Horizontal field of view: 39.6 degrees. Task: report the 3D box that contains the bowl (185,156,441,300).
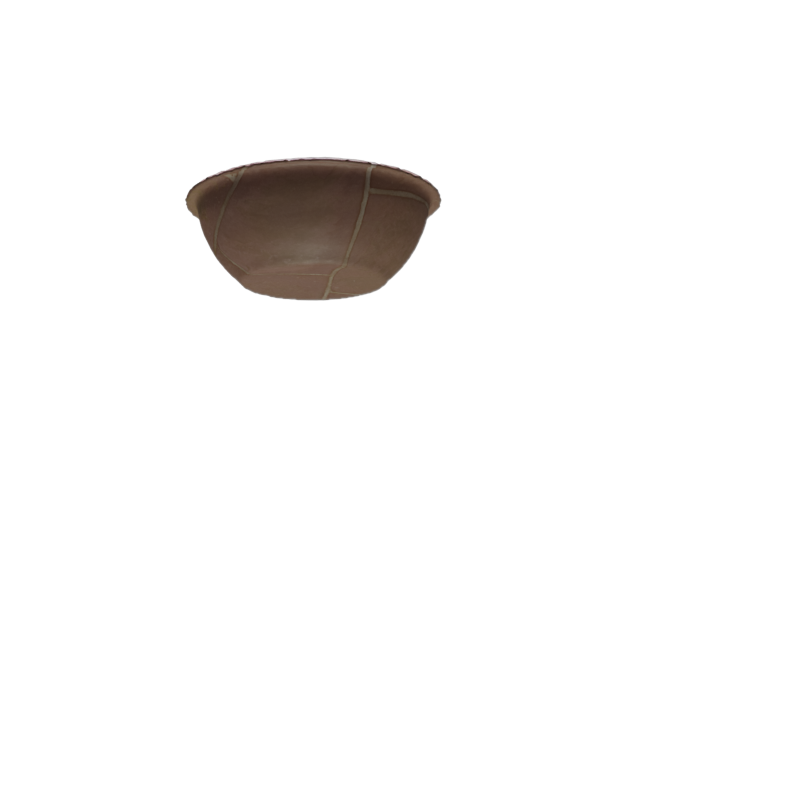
[{"bbox_3d":[-0.055,-0.100,0.698,0.162,0.057,0.157,0,-10,-2],"label":"bowl"}]
